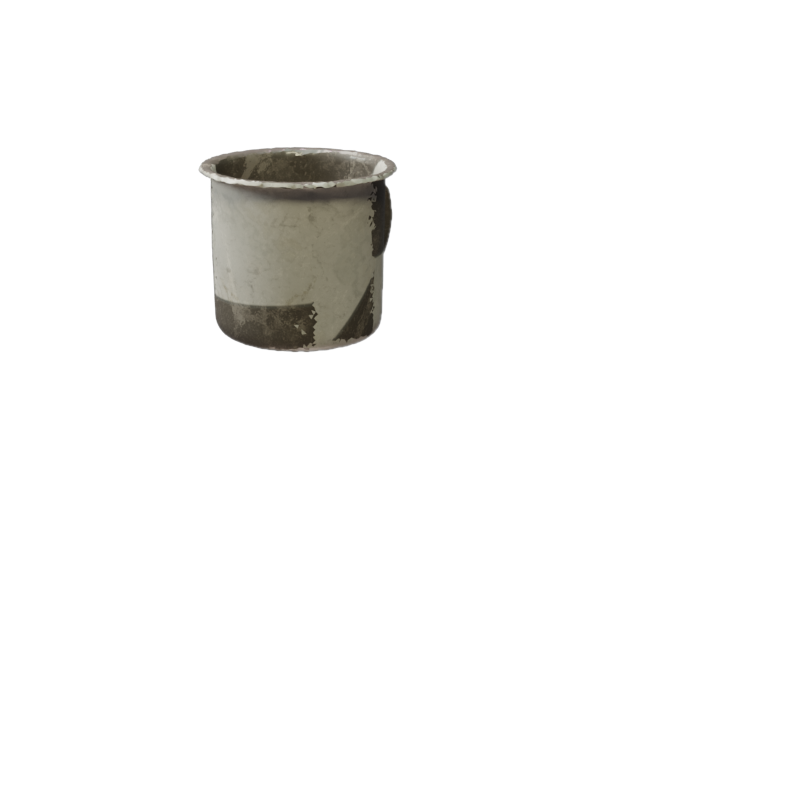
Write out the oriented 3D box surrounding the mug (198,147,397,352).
[{"bbox_3d":[-0.042,-0.077,0.541,0.098,0.078,0.116,13,23,32],"label":"mug"}]
